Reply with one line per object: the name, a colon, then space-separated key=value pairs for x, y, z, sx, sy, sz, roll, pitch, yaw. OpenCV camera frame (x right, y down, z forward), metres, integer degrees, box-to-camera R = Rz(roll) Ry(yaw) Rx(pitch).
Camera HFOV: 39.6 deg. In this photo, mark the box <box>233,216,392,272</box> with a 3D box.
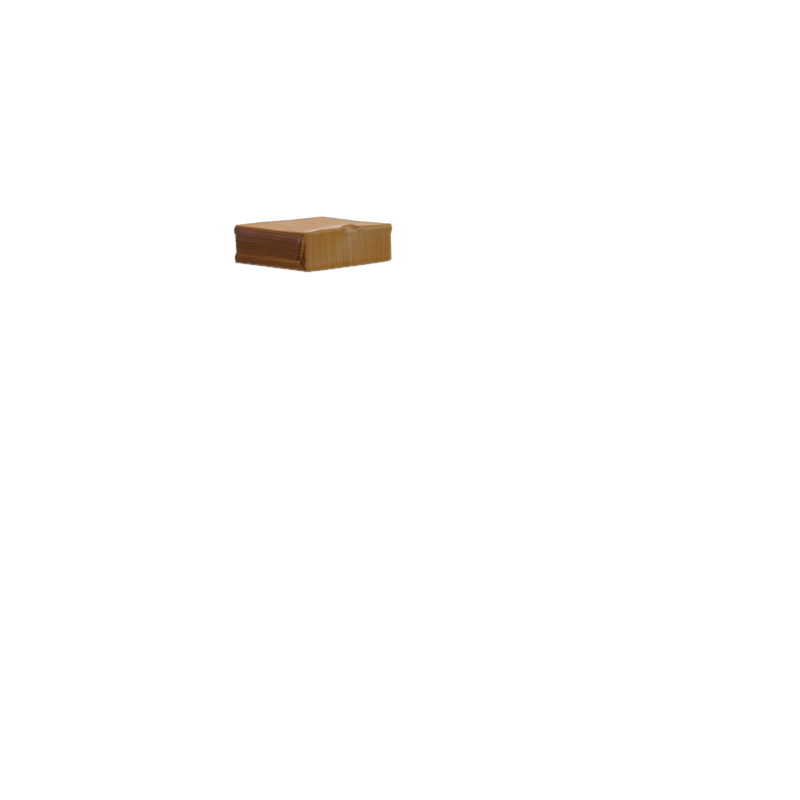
box: x=-0.061 y=-0.112 z=0.784 sx=0.077 sy=0.029 sz=0.087 roll=13 pitch=19 yaw=43
